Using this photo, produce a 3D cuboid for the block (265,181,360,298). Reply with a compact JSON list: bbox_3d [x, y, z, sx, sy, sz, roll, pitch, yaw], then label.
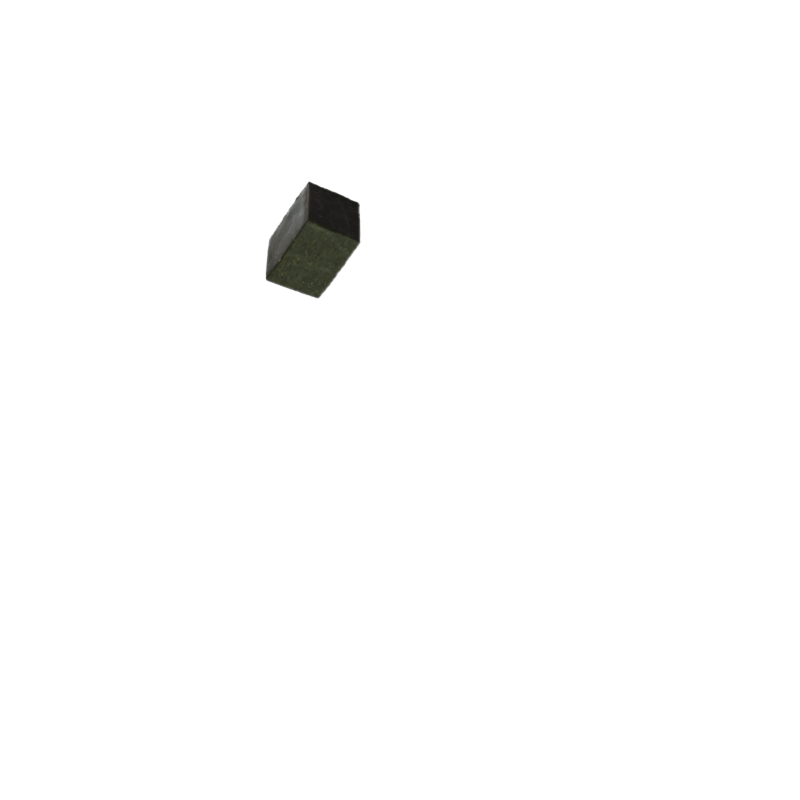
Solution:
[{"bbox_3d":[-0.074,-0.135,0.947,0.051,0.055,0.076,22,-49,-23],"label":"block"}]
